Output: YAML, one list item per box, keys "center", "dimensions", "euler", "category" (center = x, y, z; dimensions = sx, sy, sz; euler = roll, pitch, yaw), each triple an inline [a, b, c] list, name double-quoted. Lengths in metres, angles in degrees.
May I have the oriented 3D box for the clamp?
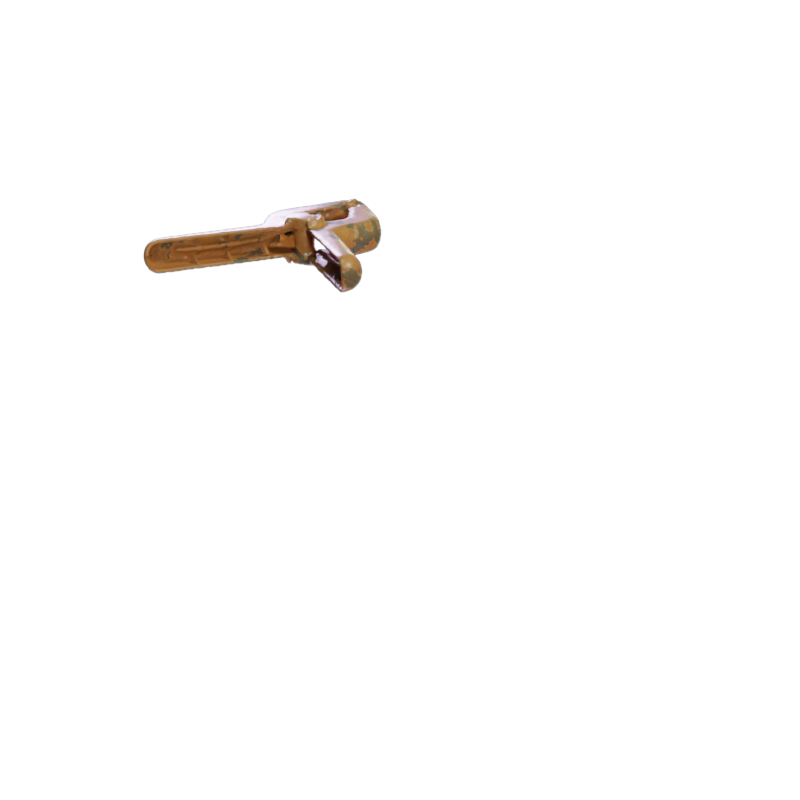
- center: [-0.065, -0.118, 0.830]
  dimensions: [0.172, 0.035, 0.209]
  euler: [11, 23, 28]
  category: "clamp"
